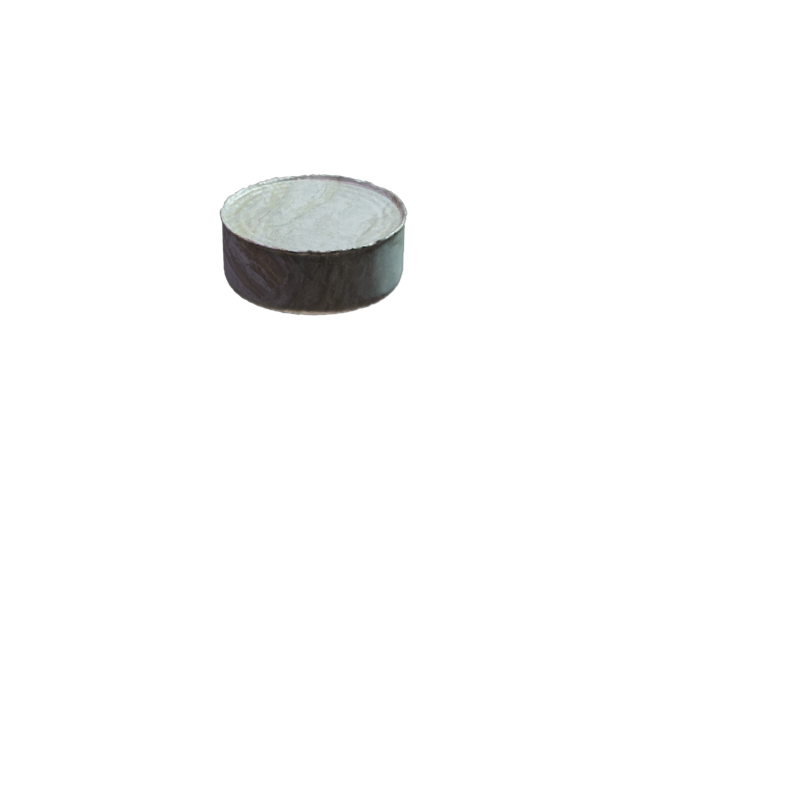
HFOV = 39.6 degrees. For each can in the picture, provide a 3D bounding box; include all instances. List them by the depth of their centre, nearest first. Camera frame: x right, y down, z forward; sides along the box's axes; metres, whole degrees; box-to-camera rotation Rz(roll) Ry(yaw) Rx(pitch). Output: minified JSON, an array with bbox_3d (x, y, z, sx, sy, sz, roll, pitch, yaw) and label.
[{"bbox_3d":[-0.040,-0.074,0.516,0.086,0.032,0.091,-1,32,-2],"label":"can"}]
